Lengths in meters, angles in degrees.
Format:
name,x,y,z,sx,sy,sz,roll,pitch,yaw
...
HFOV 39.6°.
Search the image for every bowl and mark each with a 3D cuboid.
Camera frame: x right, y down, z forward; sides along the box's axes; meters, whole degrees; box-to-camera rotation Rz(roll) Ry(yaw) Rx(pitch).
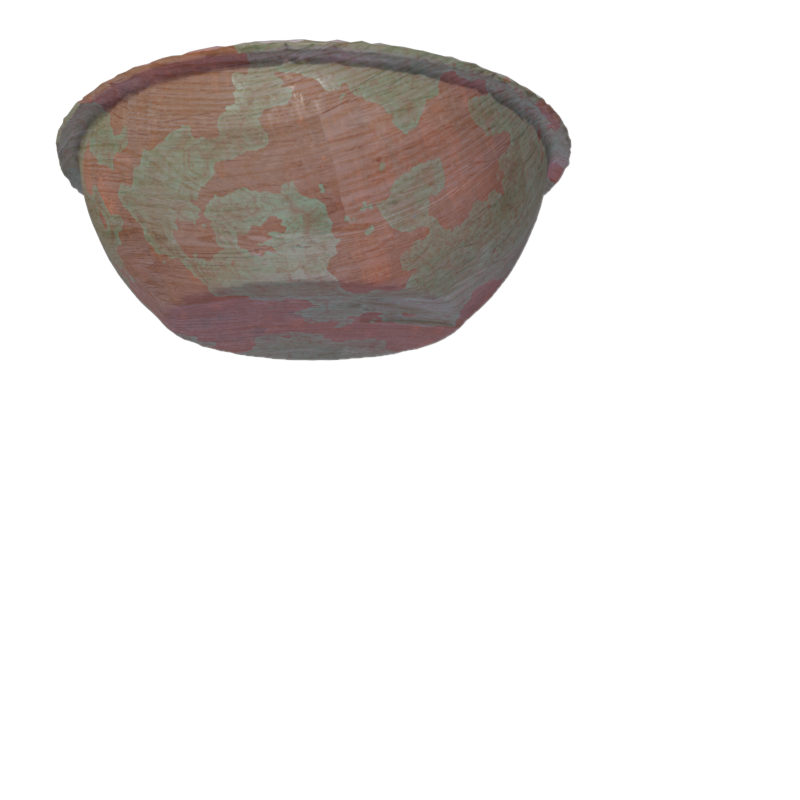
name,x,y,z,sx,sy,sz,roll,pitch,yaw
bowl,-0.027,-0.049,0.346,0.162,0.057,0.156,0,-13,-2
